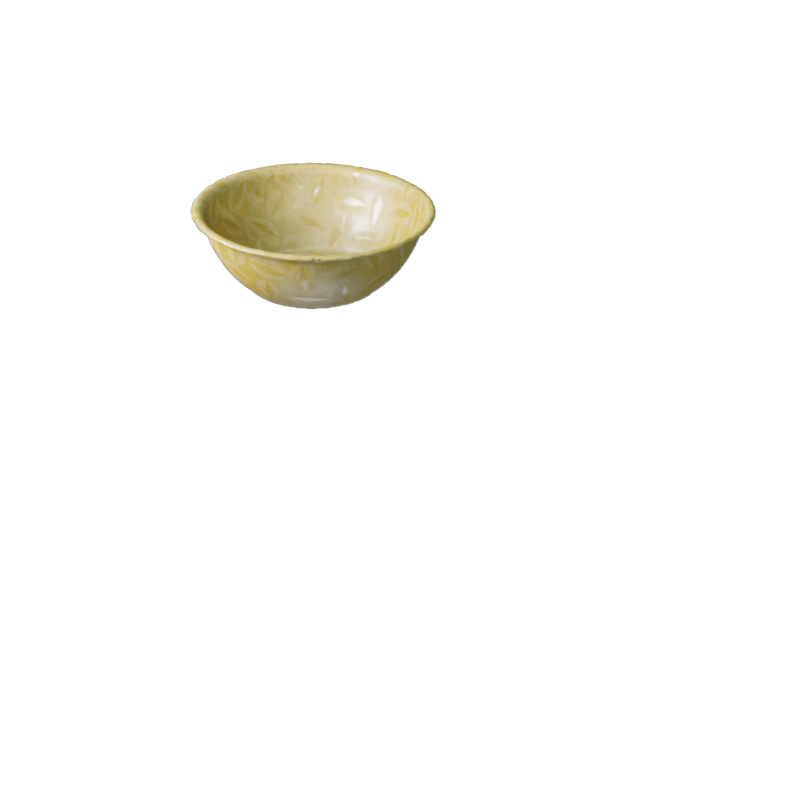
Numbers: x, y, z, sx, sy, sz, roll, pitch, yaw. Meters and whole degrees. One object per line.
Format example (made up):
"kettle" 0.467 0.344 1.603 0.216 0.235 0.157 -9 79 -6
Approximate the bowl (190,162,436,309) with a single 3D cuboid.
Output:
"bowl" -0.058 -0.106 0.743 0.162 0.052 0.172 -1 30 -2
